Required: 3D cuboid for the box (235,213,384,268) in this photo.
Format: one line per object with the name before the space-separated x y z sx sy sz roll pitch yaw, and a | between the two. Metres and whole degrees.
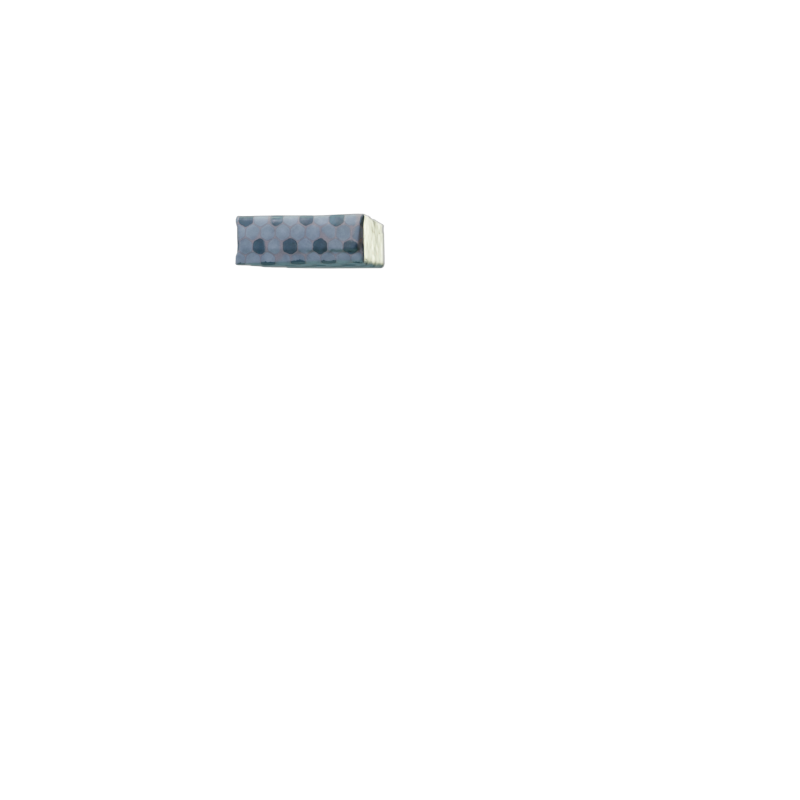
box | -0.051 -0.093 0.650 0.074 0.030 0.088 1 4 9
